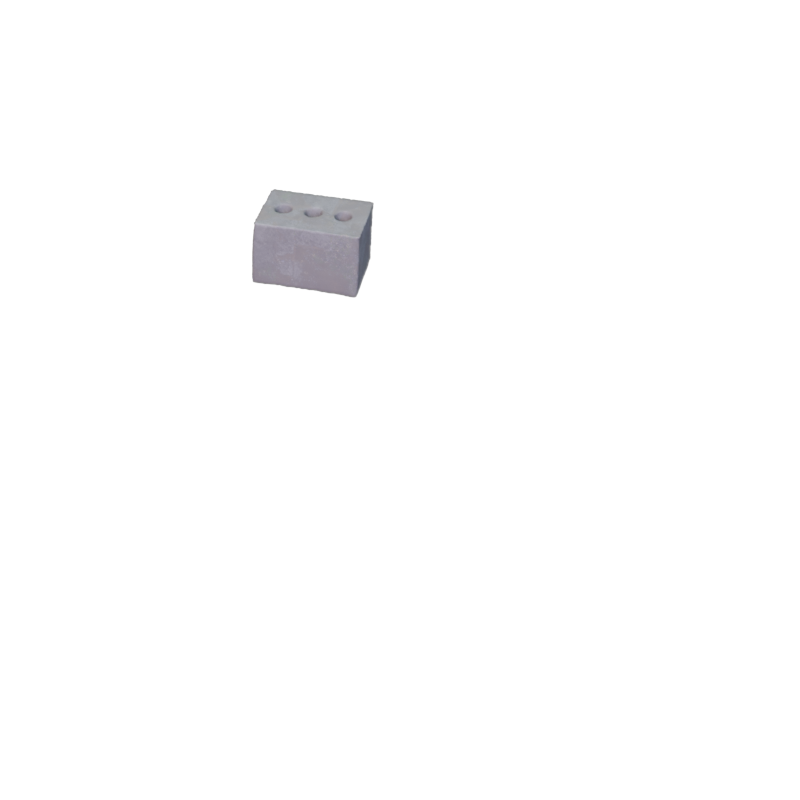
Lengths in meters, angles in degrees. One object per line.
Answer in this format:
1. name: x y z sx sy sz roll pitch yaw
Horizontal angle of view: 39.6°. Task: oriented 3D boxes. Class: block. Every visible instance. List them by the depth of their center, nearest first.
1. block: -0.062 -0.113 0.794 0.079 0.048 0.055 8 37 10
